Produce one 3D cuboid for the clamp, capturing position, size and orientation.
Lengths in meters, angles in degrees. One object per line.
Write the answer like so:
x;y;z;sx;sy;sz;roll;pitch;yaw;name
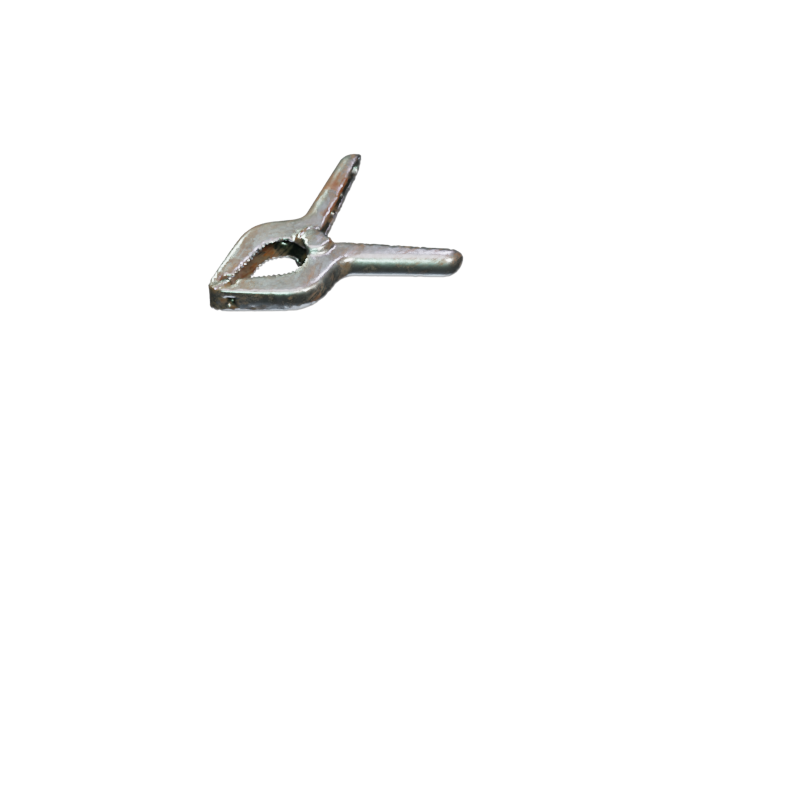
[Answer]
-0.075;-0.137;0.957;0.208;0.034;0.178;-21;52;-18;clamp
